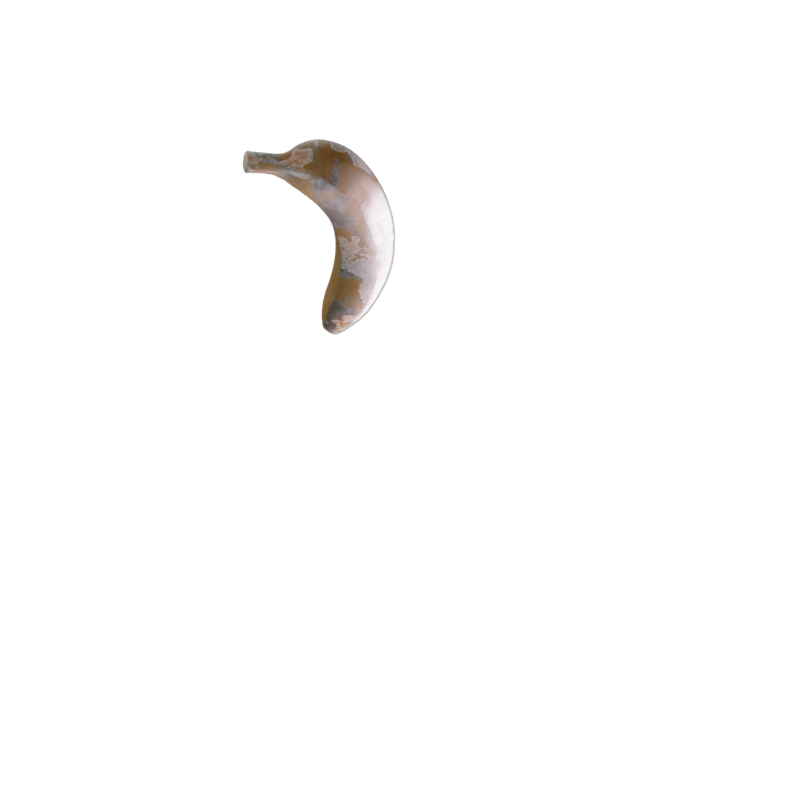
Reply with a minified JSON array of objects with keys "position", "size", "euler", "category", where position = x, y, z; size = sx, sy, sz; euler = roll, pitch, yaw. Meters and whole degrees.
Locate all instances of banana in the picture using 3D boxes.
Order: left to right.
[{"position":[-0.037,-0.103,0.687],"size":[0.070,0.039,0.183],"euler":[-7,-31,10],"category":"banana"}]
